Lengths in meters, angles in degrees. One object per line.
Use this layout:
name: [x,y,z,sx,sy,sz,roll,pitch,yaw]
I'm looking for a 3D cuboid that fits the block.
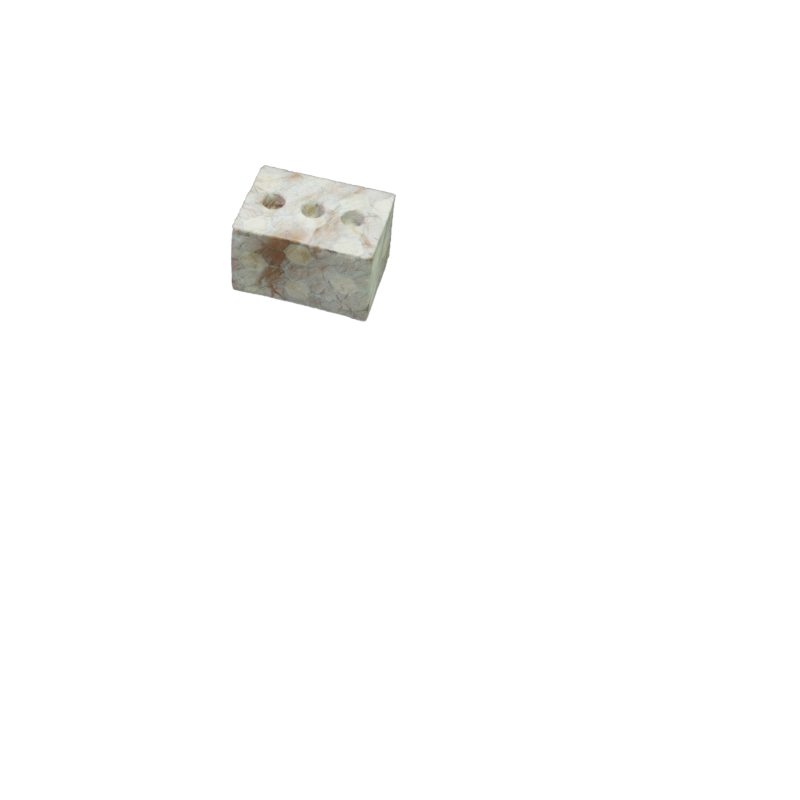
block: [-0.047,-0.085,0.599,0.079,0.055,0.048,13,-39,10]
